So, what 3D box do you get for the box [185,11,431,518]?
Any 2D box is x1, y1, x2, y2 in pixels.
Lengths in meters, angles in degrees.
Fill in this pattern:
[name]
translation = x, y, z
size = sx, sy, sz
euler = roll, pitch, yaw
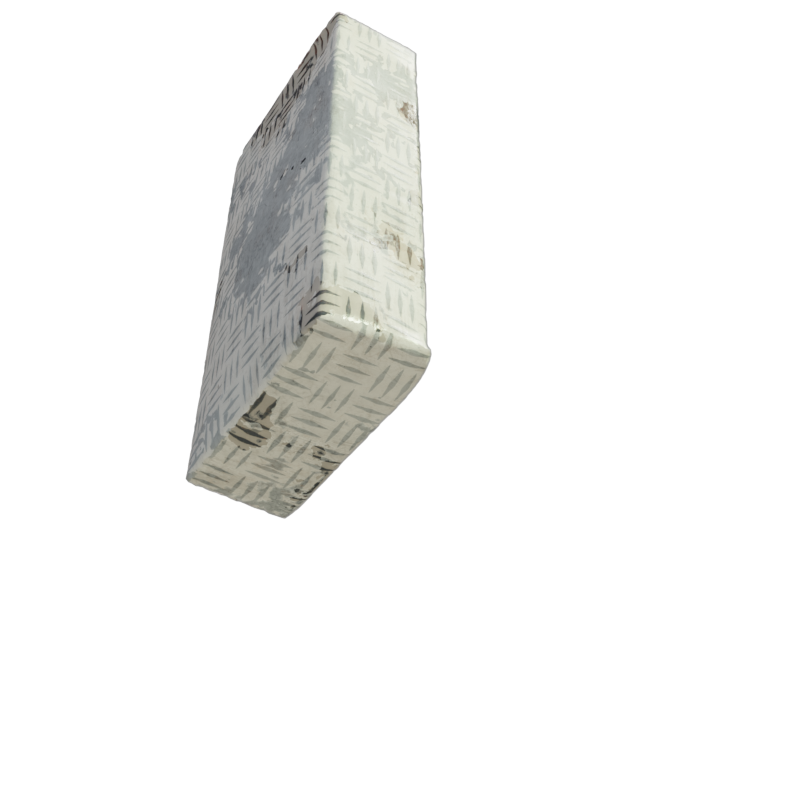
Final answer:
[box]
translation = -0.032, -0.058, 0.408
size = 0.046, 0.189, 0.091
euler = 23, -50, -25
